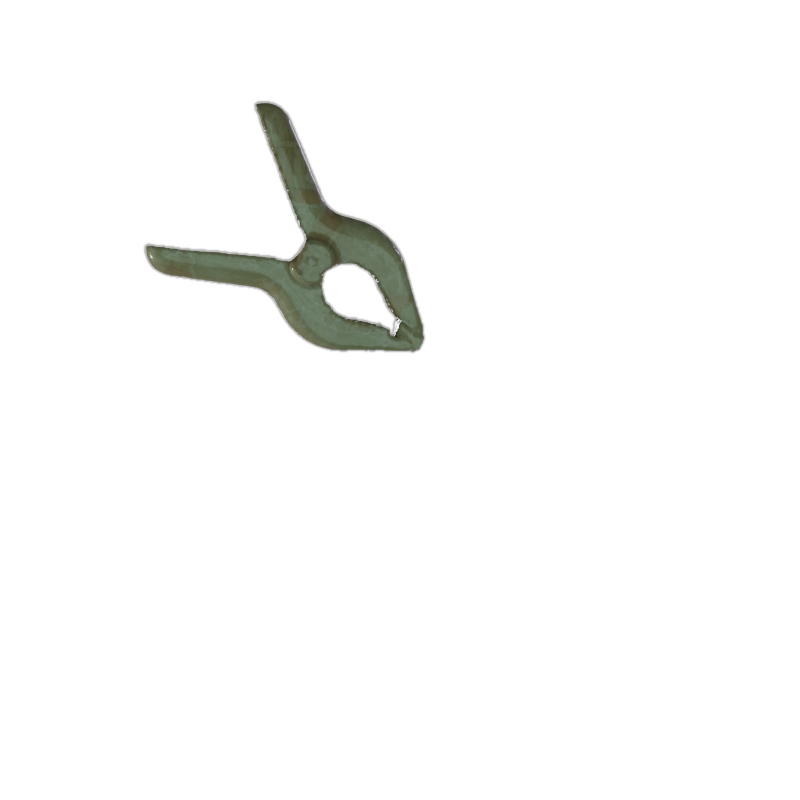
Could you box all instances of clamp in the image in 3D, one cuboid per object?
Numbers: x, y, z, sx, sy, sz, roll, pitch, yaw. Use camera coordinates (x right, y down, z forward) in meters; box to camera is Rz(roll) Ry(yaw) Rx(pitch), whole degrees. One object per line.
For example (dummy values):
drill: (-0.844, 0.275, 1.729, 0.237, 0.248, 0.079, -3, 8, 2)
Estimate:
clamp: (-0.052, -0.094, 0.661, 0.170, 0.119, 0.040, 29, 7, -4)
